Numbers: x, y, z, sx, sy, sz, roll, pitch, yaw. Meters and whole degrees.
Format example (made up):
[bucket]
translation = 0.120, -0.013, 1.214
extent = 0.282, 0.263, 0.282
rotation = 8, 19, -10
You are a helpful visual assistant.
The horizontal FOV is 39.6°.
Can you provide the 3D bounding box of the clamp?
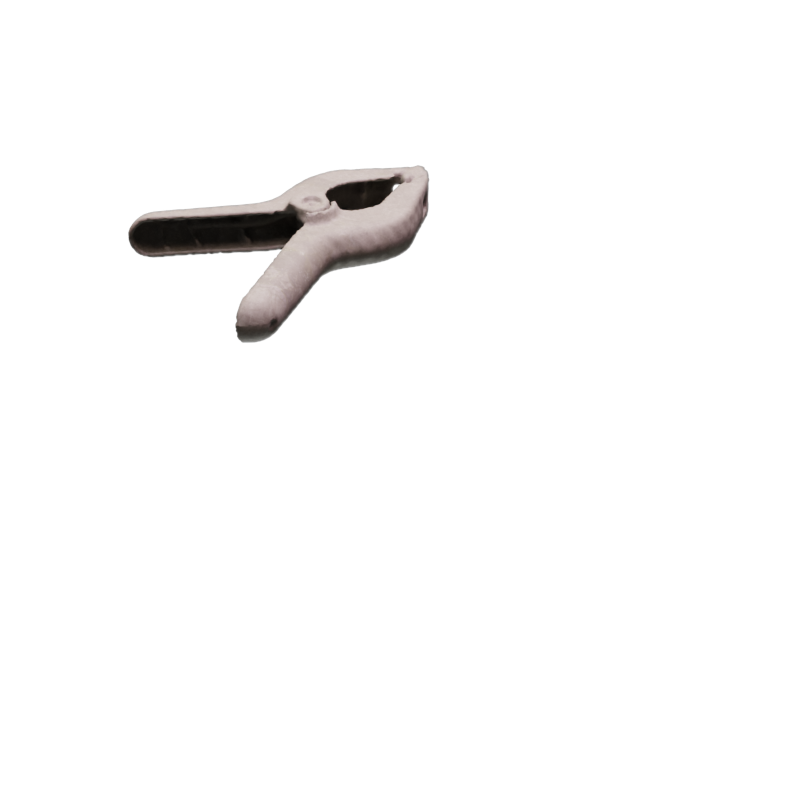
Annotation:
[clamp]
translation = -0.046, -0.085, 0.592
extent = 0.170, 0.037, 0.130
rotation = -21, 46, -22
